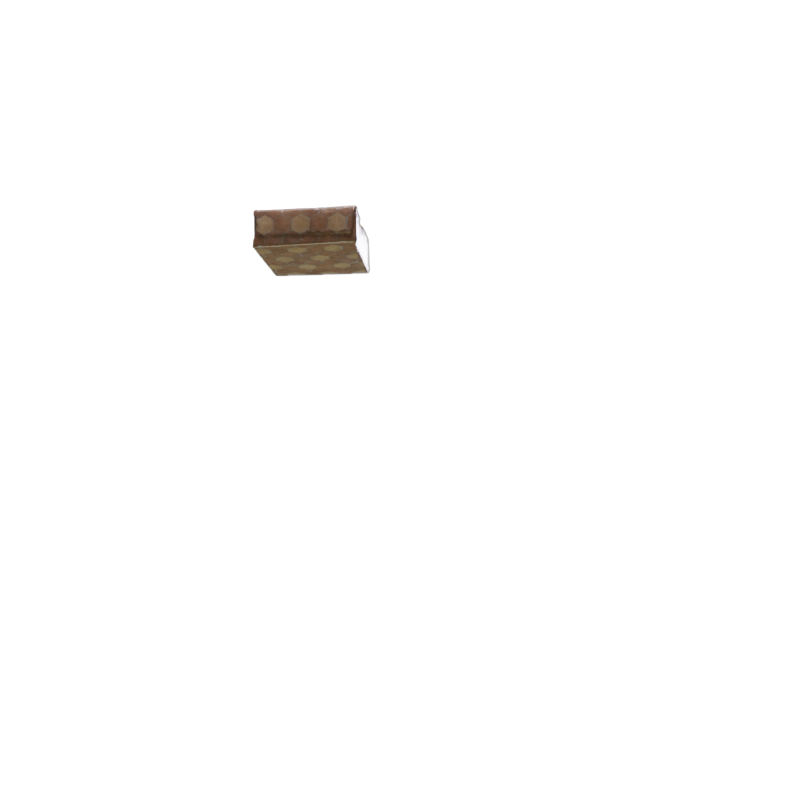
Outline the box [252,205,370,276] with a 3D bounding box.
[{"bbox_3d":[-0.063,-0.115,0.803,0.074,0.031,0.086,-1,-10,6],"label":"box"}]
